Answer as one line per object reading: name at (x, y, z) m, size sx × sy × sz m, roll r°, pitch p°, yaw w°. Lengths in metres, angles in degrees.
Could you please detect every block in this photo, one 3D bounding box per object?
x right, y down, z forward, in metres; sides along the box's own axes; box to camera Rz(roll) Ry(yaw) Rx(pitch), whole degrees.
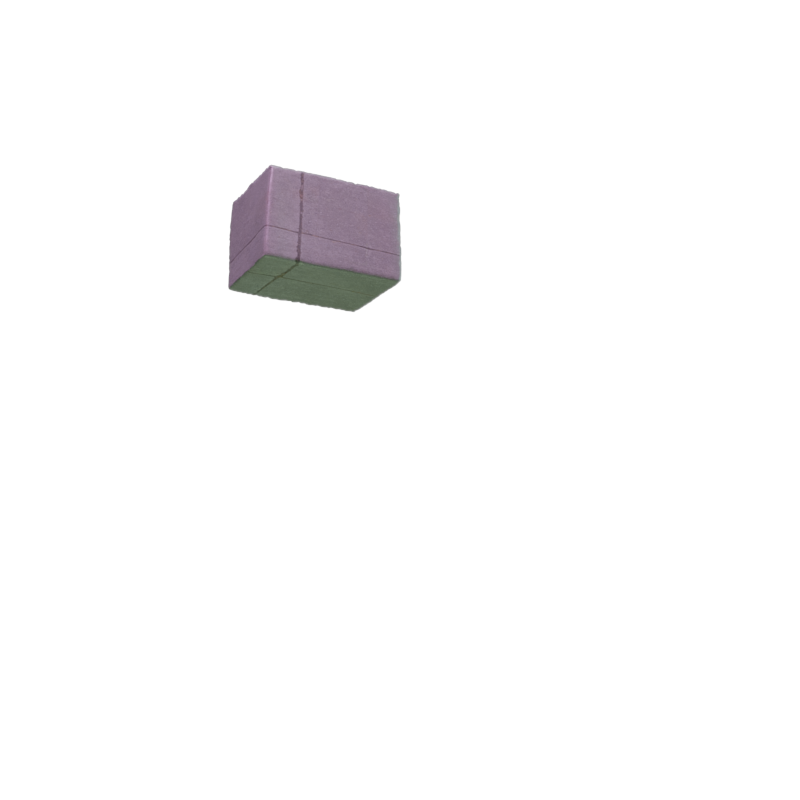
block at (-0.045, -0.083, 0.580) m, size 0.075 × 0.054 × 0.052 m, roll 9°, pitch -22°, yaw -26°
